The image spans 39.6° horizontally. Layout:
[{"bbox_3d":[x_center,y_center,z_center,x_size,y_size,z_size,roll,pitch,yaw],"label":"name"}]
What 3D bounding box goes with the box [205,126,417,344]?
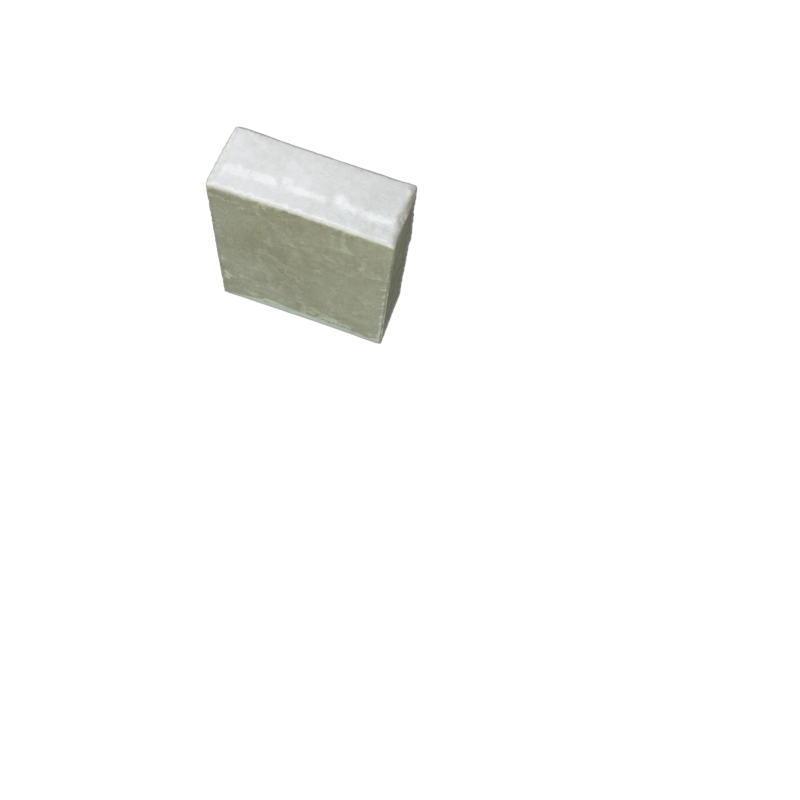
[{"bbox_3d":[-0.077,-0.141,0.985,0.167,0.074,0.203,20,-21,6],"label":"box"}]
